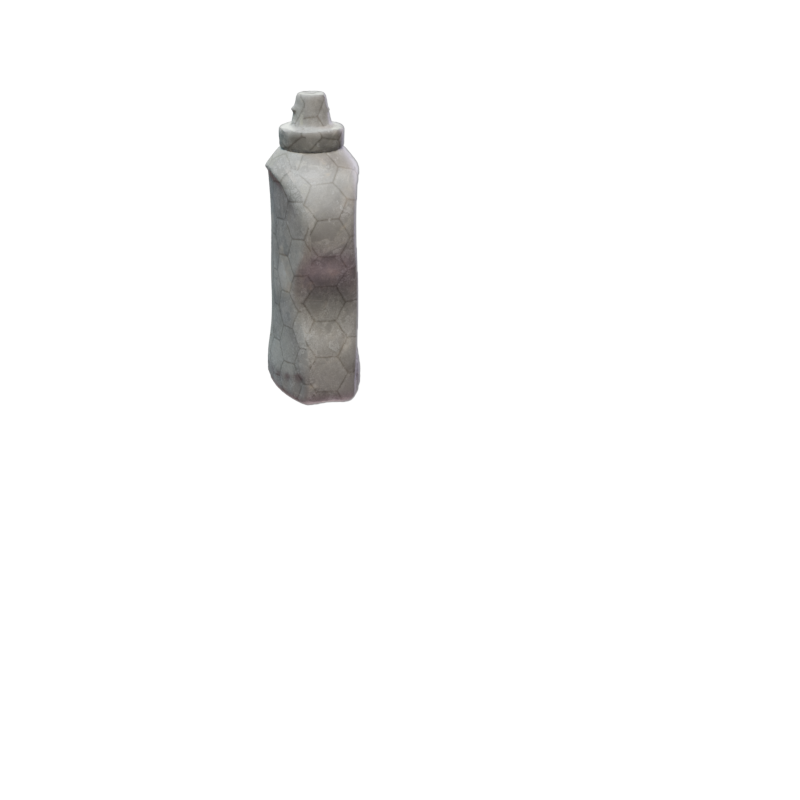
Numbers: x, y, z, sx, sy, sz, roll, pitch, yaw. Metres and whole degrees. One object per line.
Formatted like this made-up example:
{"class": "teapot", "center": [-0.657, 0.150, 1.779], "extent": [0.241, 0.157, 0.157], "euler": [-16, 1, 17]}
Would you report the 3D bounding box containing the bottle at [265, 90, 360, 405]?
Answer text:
{"class": "bottle", "center": [-0.056, -0.101, 0.709], "extent": [0.057, 0.184, 0.102], "euler": [-3, 20, -14]}
